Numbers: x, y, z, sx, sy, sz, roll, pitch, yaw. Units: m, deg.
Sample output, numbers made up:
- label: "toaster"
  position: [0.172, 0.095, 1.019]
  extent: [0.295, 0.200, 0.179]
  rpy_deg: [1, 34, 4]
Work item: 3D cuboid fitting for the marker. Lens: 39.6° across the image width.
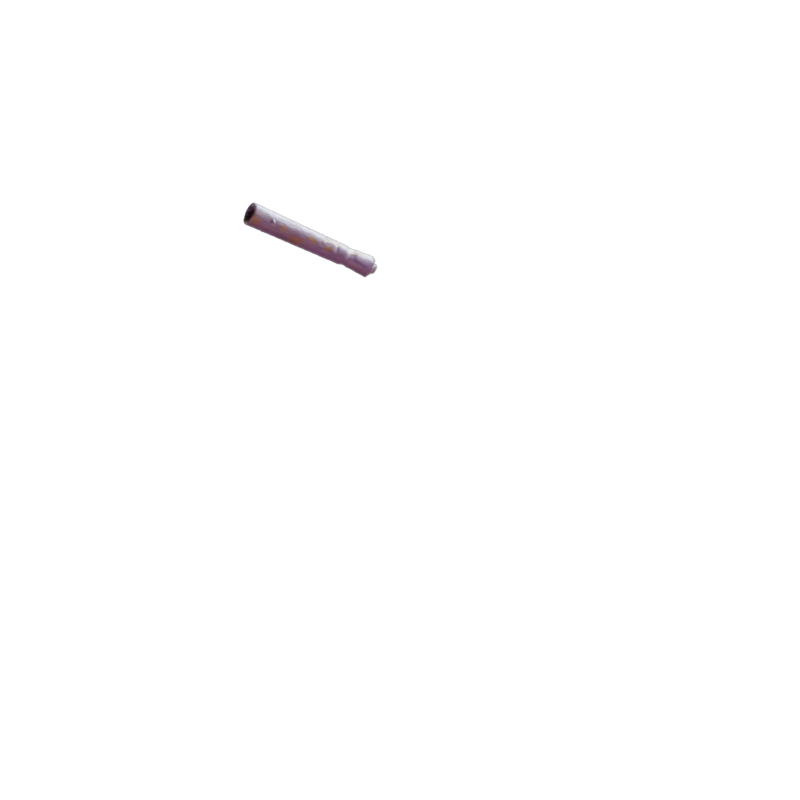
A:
- label: "marker"
  position: [-0.070, -0.128, 0.895]
  extent: [0.115, 0.020, 0.020]
  rpy_deg: [21, -6, -25]
